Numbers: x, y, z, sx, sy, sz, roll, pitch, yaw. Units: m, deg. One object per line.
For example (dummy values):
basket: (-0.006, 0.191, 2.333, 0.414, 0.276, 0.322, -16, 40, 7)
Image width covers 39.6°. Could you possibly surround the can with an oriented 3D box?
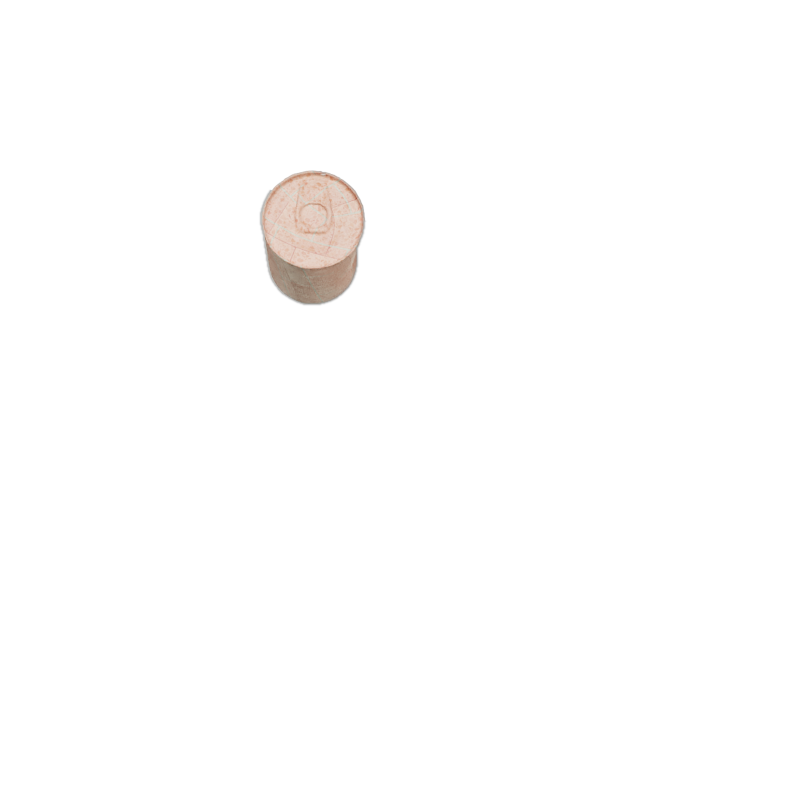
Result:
can: (-0.060, -0.110, 0.772, 0.068, 0.071, 0.099, 0, -12, -3)
